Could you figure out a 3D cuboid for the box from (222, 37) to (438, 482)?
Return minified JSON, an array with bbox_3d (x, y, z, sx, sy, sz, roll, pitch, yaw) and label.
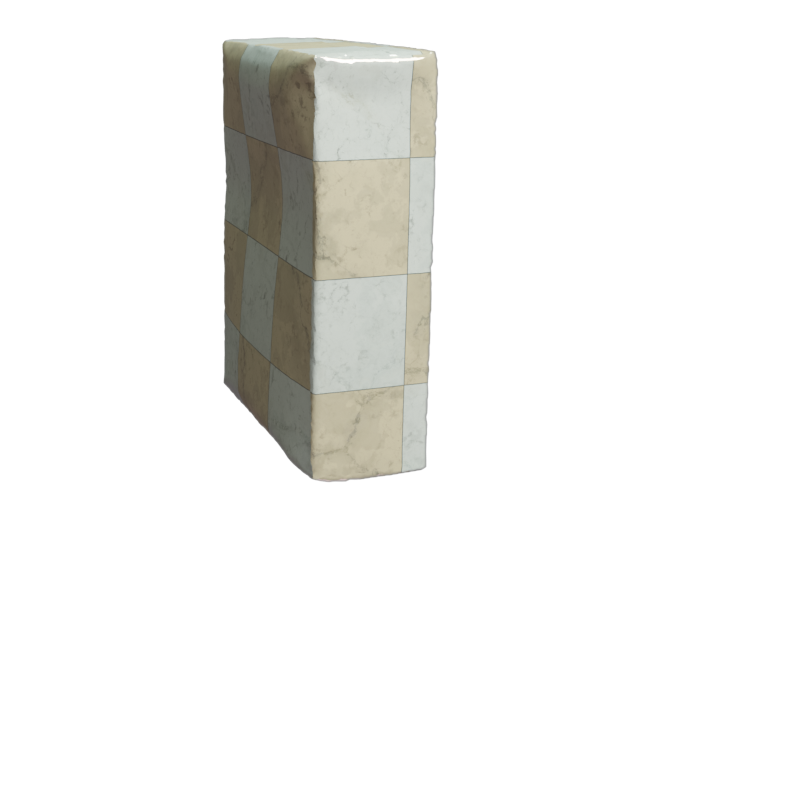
[{"bbox_3d":[-0.047,-0.086,0.605,0.070,0.207,0.174,-5,17,-23],"label":"box"}]
